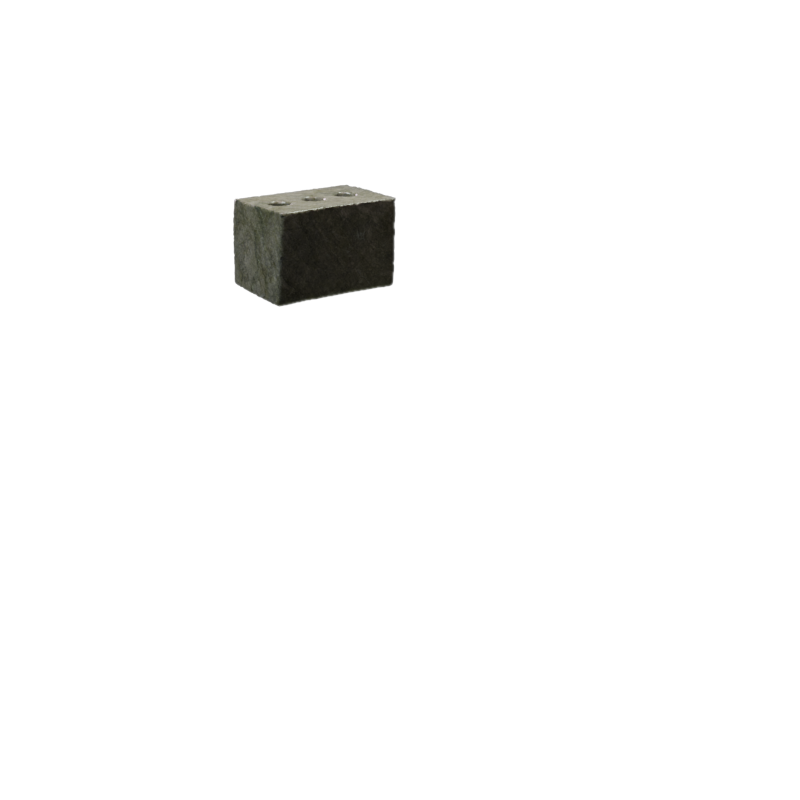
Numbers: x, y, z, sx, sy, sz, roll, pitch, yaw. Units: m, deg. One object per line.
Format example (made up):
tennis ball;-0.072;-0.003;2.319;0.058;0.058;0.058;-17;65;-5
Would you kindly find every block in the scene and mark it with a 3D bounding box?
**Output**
block;-0.049;-0.089;0.623;0.076;0.049;0.056;-13;23;-34
